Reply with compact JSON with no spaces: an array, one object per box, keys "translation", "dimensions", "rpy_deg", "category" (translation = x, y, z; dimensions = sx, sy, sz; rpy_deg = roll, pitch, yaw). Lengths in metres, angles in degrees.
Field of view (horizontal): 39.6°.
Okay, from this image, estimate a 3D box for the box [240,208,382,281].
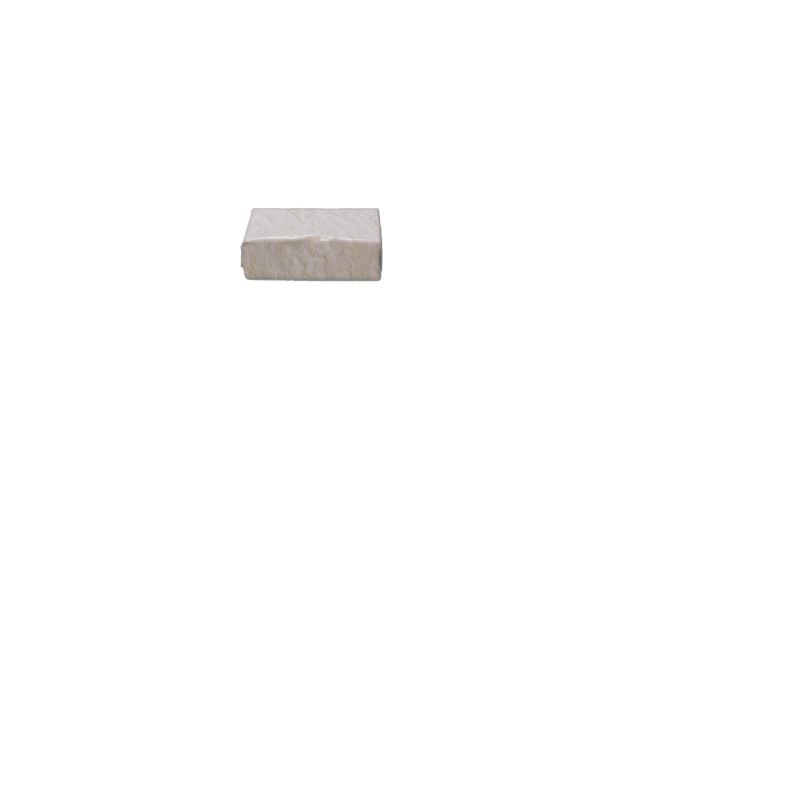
[{"translation":[-0.057,-0.103,0.725],"dimensions":[0.089,0.029,0.077],"rpy_deg":[0,24,0],"category":"box"}]
